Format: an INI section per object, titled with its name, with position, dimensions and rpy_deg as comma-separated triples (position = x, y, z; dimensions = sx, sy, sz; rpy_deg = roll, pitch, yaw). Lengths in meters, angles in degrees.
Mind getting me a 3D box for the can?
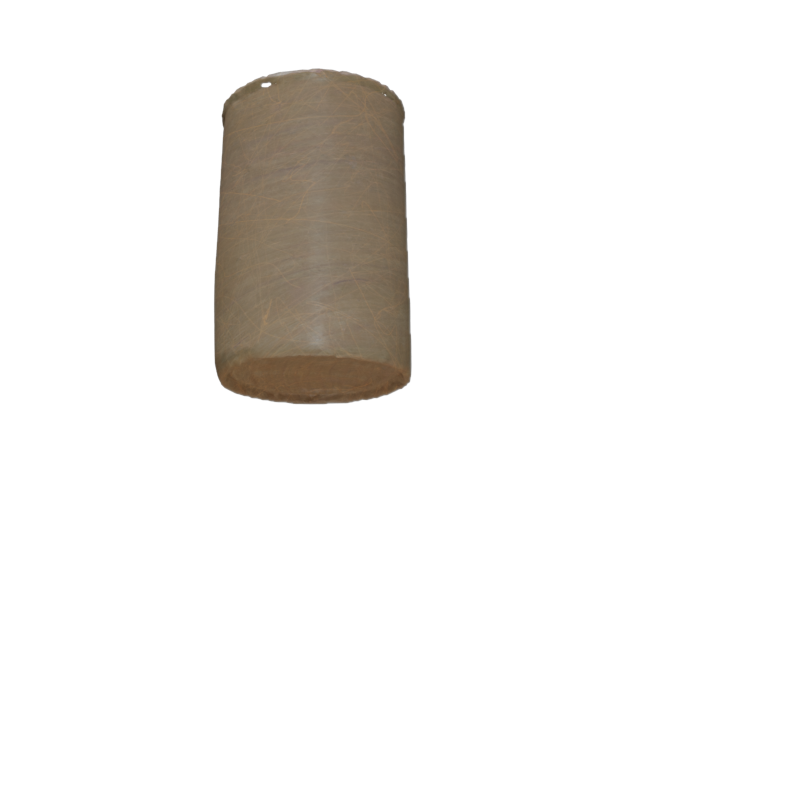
[can]
position = -0.031, -0.056, 0.392
dimensions = 0.068, 0.107, 0.065
rpy_deg = 0, -19, -2
